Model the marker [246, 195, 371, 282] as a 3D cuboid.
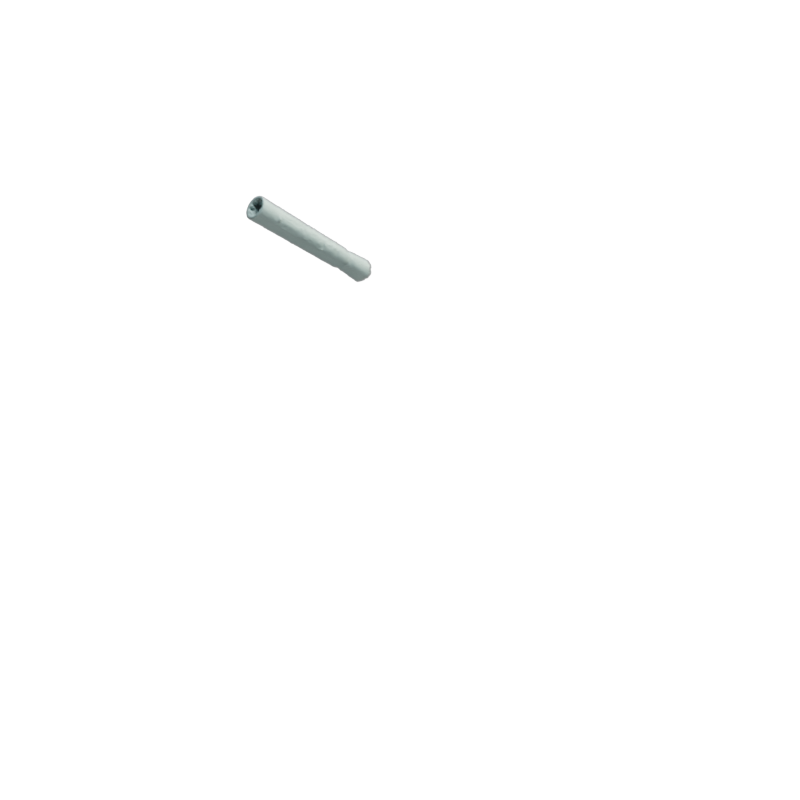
[{"bbox_3d":[-0.065,-0.118,0.825,0.113,0.020,0.021,27,-15,-39],"label":"marker"}]
